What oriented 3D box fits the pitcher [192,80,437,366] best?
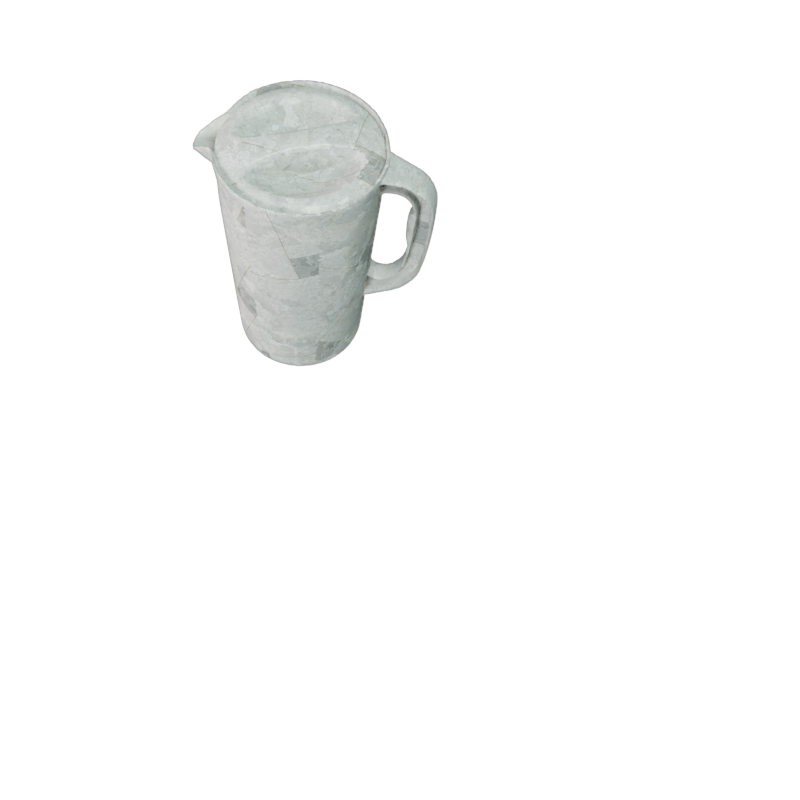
[{"bbox_3d":[-0.071,-0.129,0.902,0.145,0.159,0.228,-28,-27,-19],"label":"pitcher"}]
